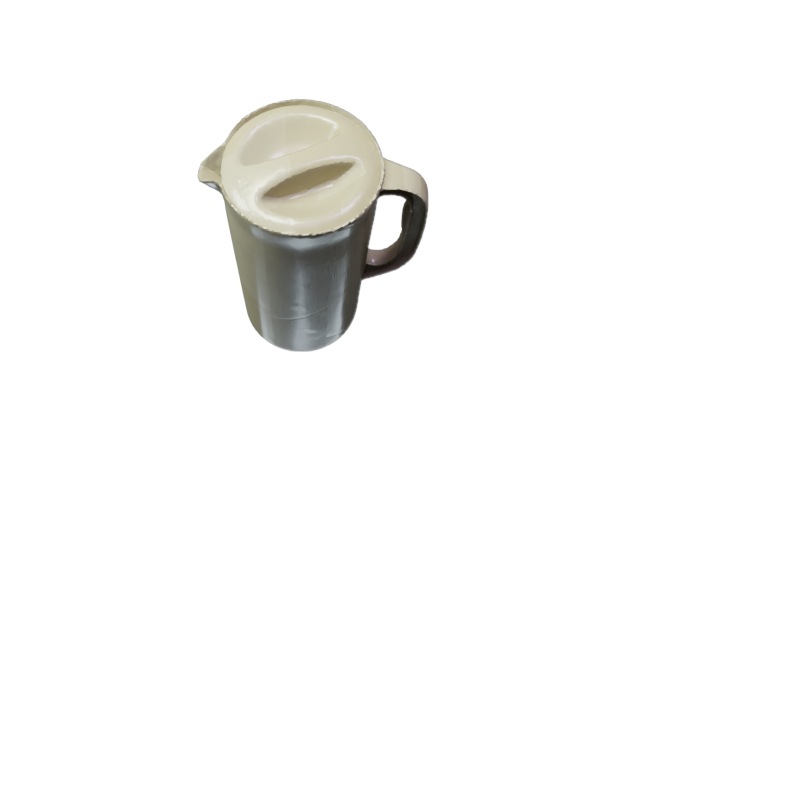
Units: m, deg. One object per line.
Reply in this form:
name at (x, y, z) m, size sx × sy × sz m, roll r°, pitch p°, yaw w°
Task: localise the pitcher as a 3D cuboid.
pitcher at (-0.076, -0.139, 0.976) m, size 0.146 × 0.157 × 0.229 m, roll -40°, pitch -18°, yaw -20°
